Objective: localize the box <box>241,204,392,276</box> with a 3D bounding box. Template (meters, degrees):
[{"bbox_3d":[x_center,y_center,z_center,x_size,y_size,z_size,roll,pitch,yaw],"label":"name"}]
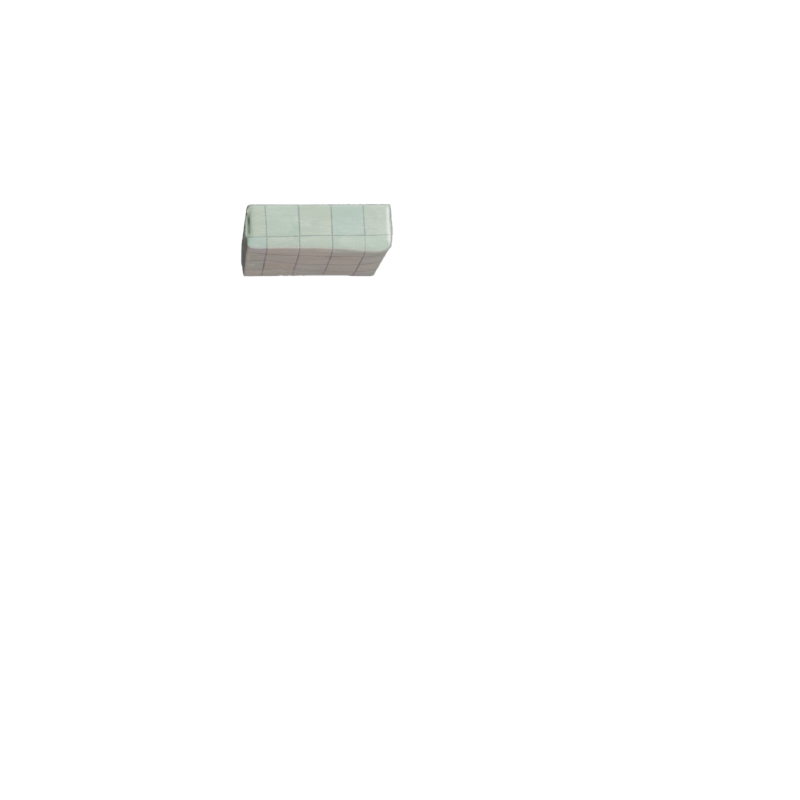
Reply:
[{"bbox_3d":[-0.068,-0.125,0.875,0.112,0.040,0.088,1,-9,-8],"label":"box"}]
